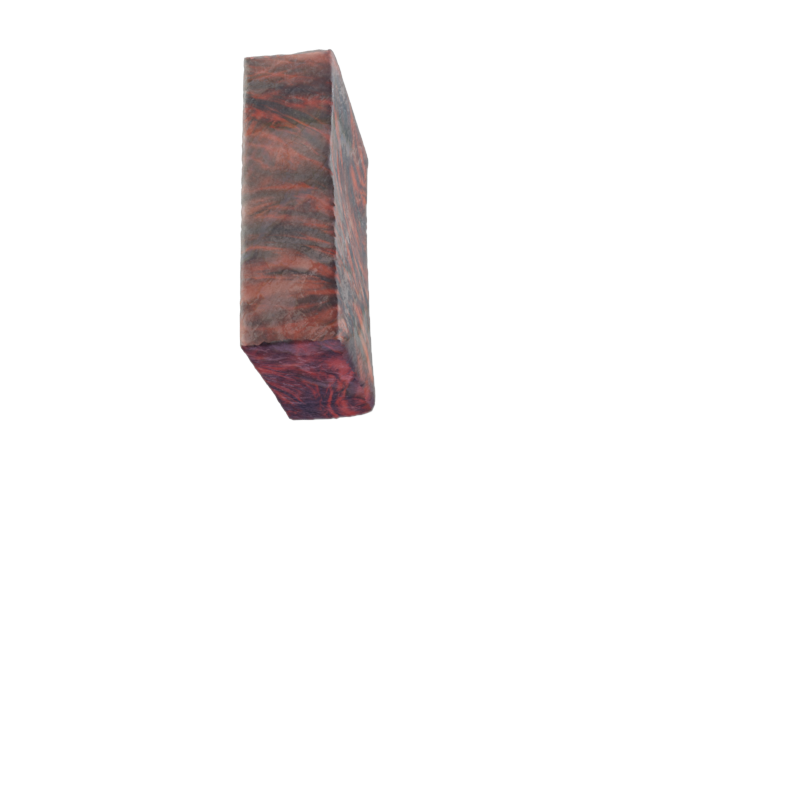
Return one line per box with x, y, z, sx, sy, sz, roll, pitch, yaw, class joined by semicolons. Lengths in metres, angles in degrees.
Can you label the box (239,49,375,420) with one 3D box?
-0.061;-0.111;0.778;0.072;0.225;0.154;-4;-22;6;box
